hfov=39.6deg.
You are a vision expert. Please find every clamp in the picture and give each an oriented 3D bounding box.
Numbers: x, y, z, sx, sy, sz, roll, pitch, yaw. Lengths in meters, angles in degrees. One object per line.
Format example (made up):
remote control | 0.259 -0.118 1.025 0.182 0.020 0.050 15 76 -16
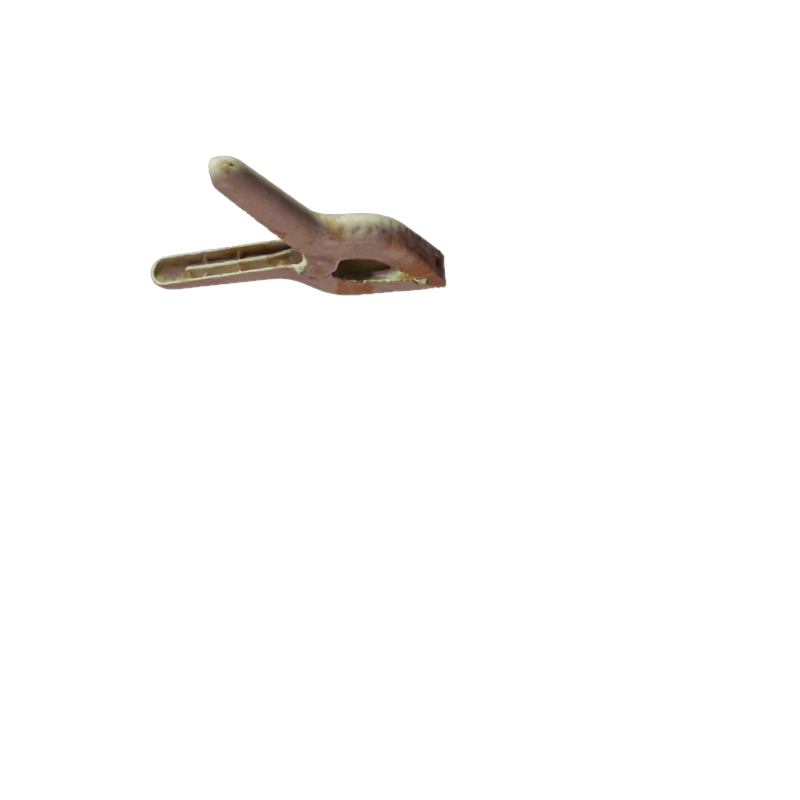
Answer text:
clamp | -0.061 -0.111 0.777 0.206 0.038 0.159 6 -22 -14
